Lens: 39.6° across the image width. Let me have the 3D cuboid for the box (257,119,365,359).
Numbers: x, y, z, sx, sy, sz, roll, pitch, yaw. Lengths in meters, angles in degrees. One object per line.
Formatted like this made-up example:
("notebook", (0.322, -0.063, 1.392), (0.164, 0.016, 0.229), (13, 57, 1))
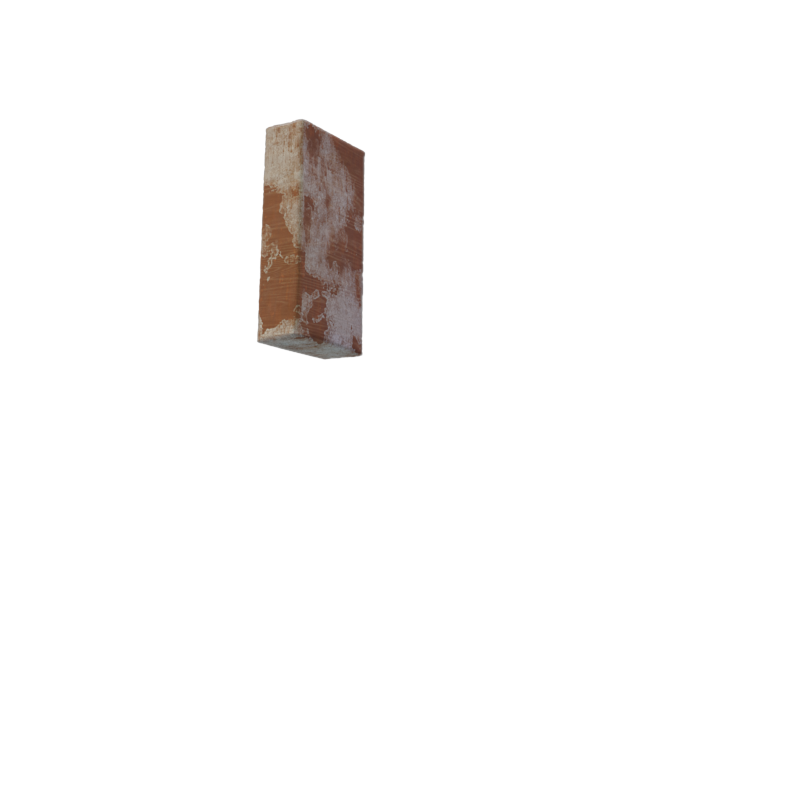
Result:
("box", (-0.070, -0.127, 0.893), (0.049, 0.183, 0.088), (-12, -18, 32))
